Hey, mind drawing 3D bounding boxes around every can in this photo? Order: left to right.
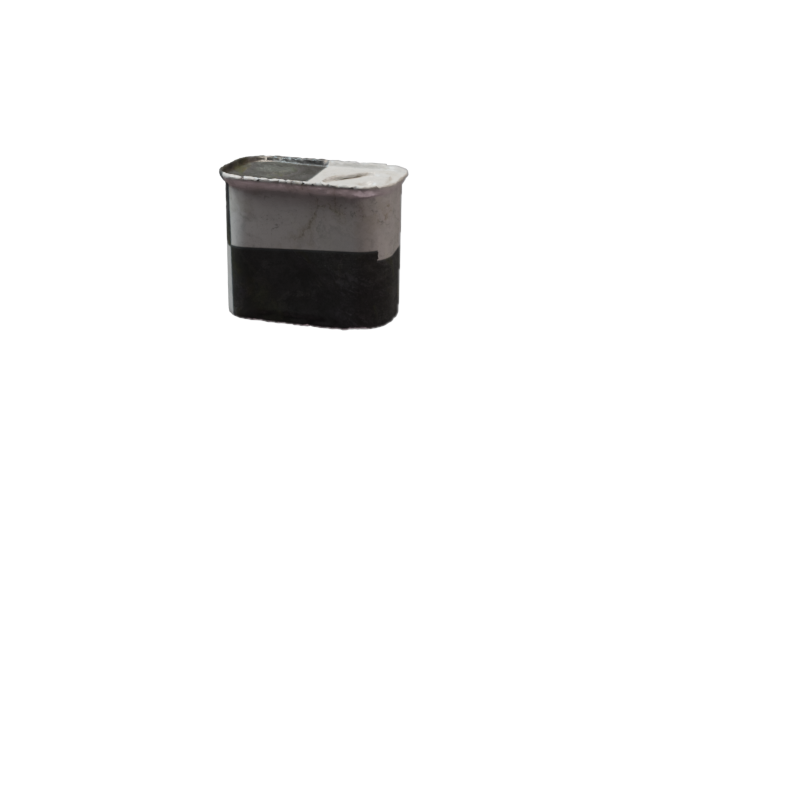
[{"bbox_3d":[-0.049,-0.089,0.622,0.105,0.080,0.058,7,20,17],"label":"can"}]
